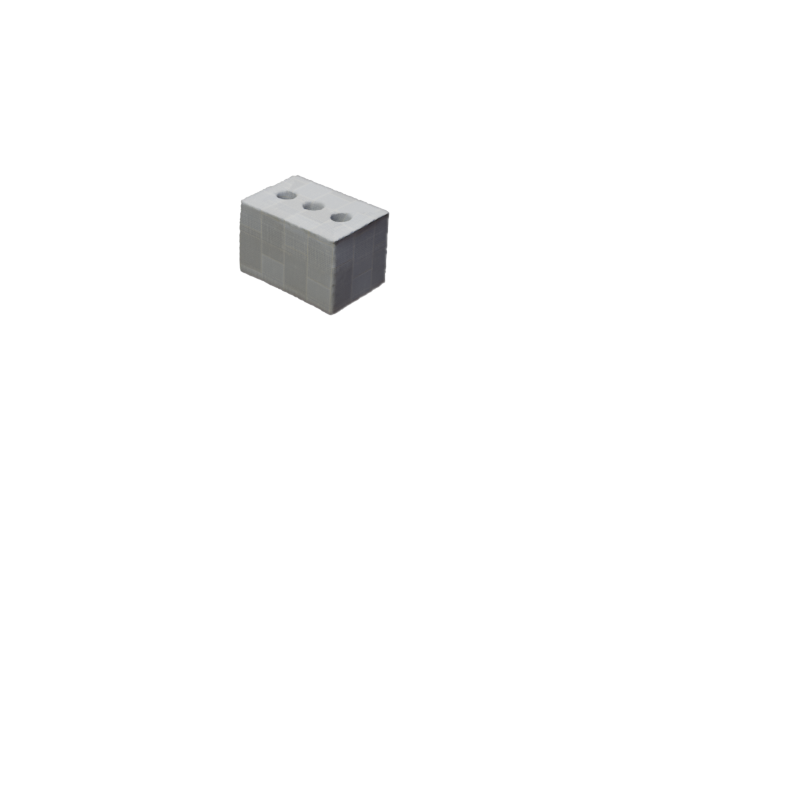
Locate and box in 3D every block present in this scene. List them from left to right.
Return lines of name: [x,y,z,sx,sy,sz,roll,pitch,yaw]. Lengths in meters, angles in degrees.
block: [-0.053,-0.096,0.671,0.083,0.048,0.053,26,40,32]
